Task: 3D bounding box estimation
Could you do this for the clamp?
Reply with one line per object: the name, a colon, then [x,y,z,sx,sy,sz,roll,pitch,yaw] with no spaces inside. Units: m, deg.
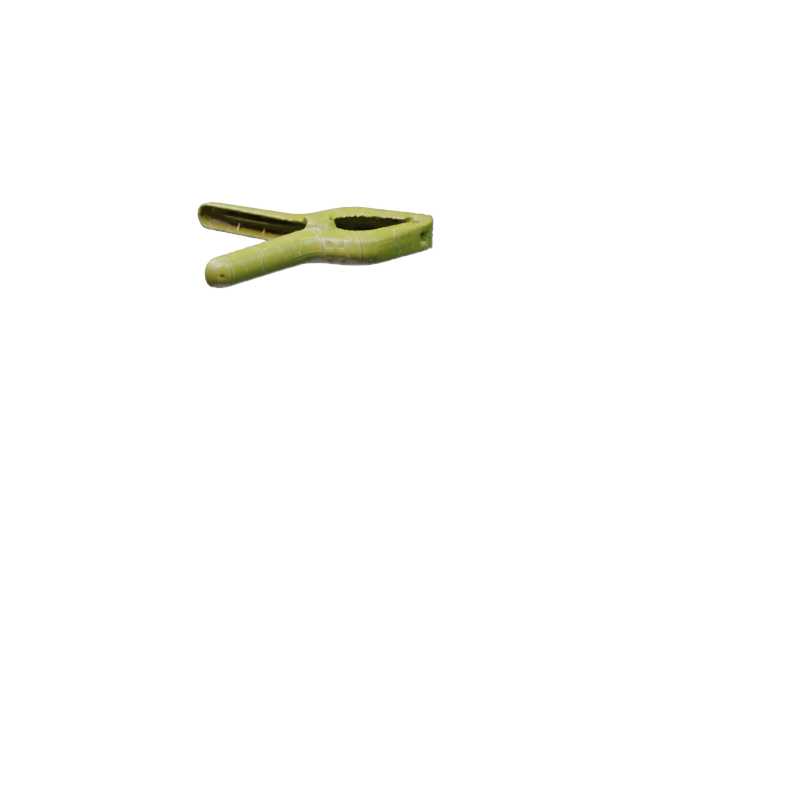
clamp: [-0.074,-0.135,0.949,0.209,0.034,0.174,-1,28,-2]
